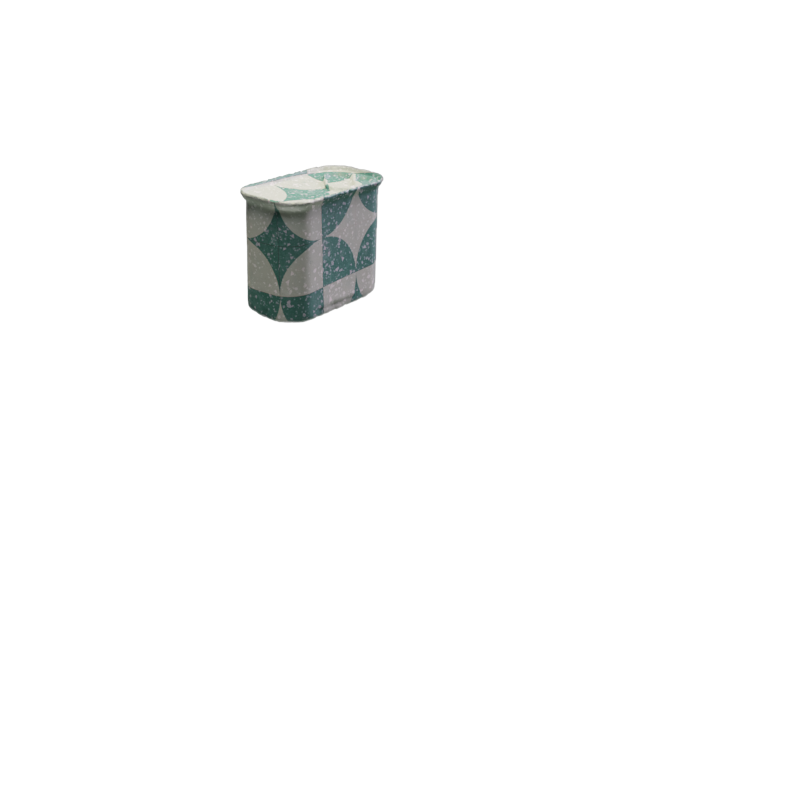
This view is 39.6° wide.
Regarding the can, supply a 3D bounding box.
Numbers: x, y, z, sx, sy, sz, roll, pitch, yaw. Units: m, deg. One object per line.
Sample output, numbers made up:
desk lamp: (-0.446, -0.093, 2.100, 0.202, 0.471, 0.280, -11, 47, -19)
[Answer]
can: (-0.059, -0.107, 0.752, 0.061, 0.080, 0.101, 17, 28, 36)
